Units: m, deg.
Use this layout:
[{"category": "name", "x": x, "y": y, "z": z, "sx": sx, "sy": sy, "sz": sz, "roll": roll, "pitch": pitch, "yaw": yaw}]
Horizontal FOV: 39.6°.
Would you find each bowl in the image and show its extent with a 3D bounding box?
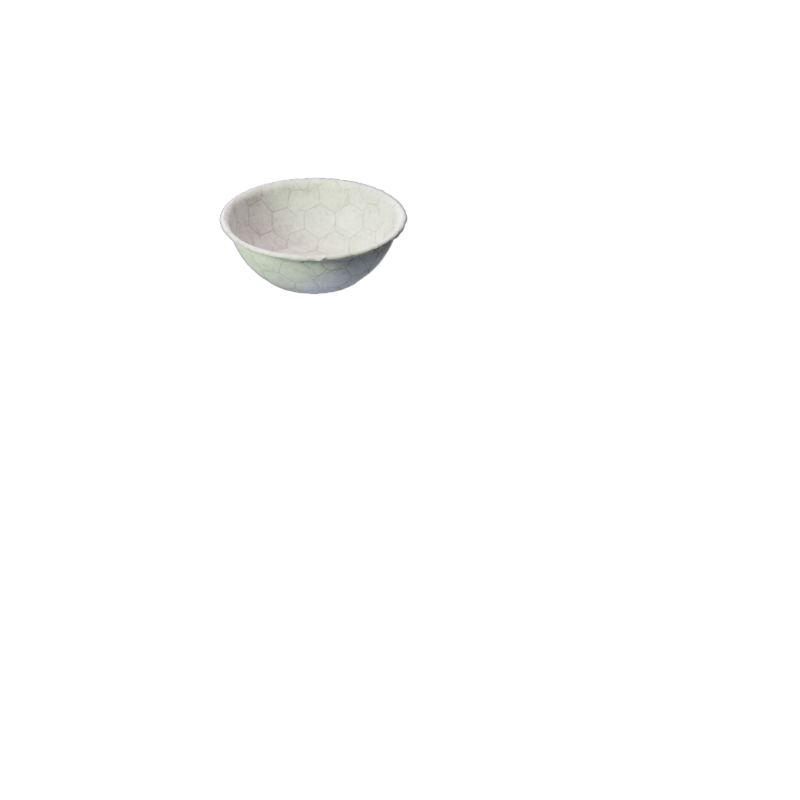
[{"category": "bowl", "x": -0.076, "y": -0.138, "z": 0.967, "sx": 0.162, "sy": 0.052, "sz": 0.173, "roll": -1, "pitch": 33, "yaw": -2}]
